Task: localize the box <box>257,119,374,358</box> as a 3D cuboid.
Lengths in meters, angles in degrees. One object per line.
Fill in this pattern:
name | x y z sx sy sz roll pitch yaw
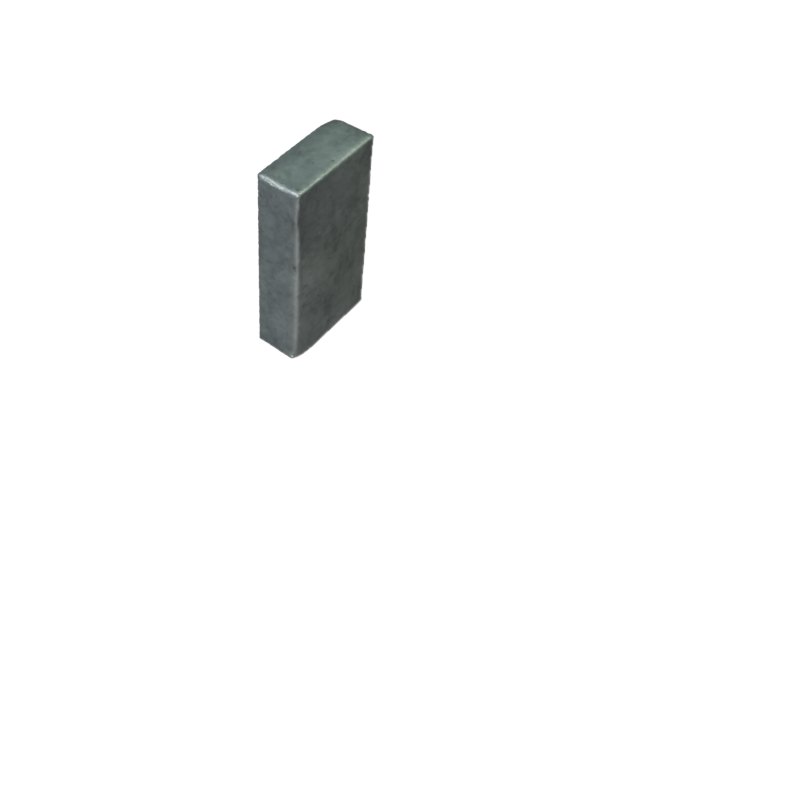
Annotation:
box | -0.067 -0.123 0.860 0.051 0.164 0.095 28 50 22
